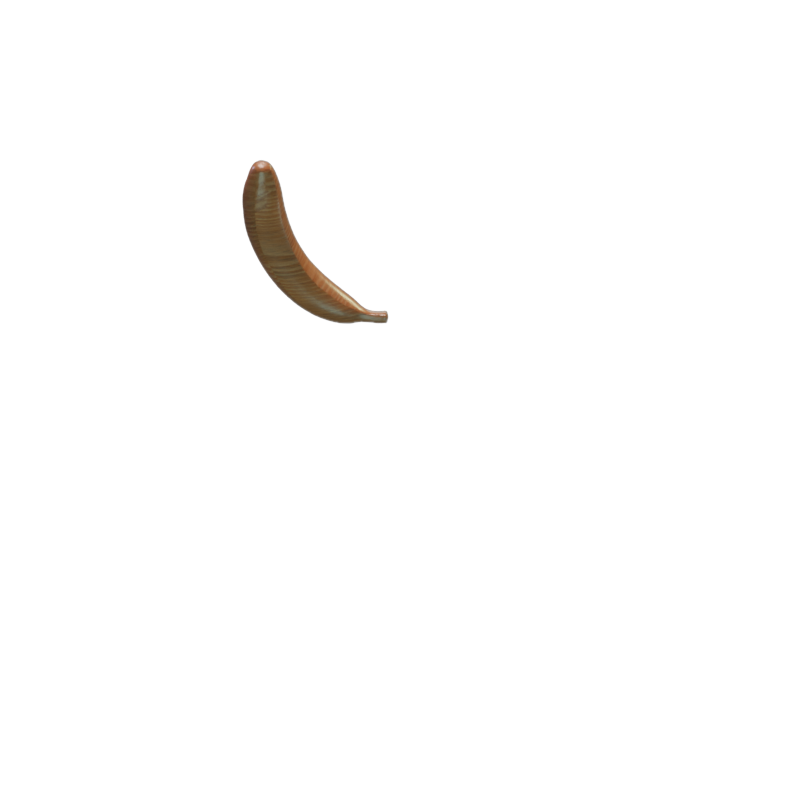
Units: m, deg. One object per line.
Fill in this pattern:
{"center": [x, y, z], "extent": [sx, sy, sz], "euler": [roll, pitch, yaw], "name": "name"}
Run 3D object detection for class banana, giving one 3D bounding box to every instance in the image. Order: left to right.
{"center": [-0.088, -0.126, 0.960], "extent": [0.070, 0.039, 0.184], "euler": [-27, -55, 20], "name": "banana"}
